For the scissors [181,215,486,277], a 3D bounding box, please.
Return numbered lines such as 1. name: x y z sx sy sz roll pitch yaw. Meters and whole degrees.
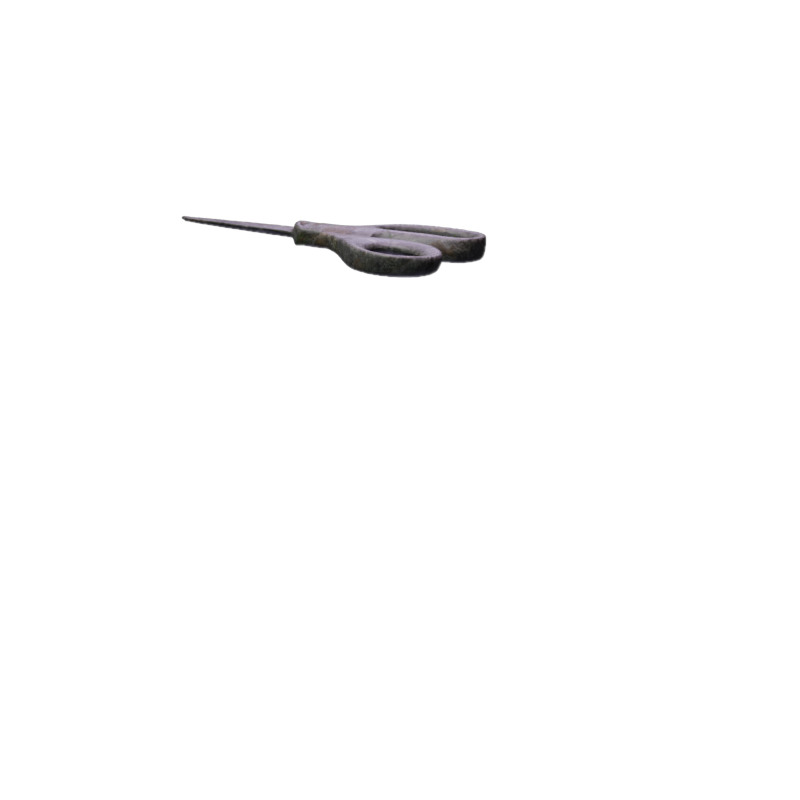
1. scissors: -0.052 -0.094 0.662 0.206 0.015 0.098 5 20 13
